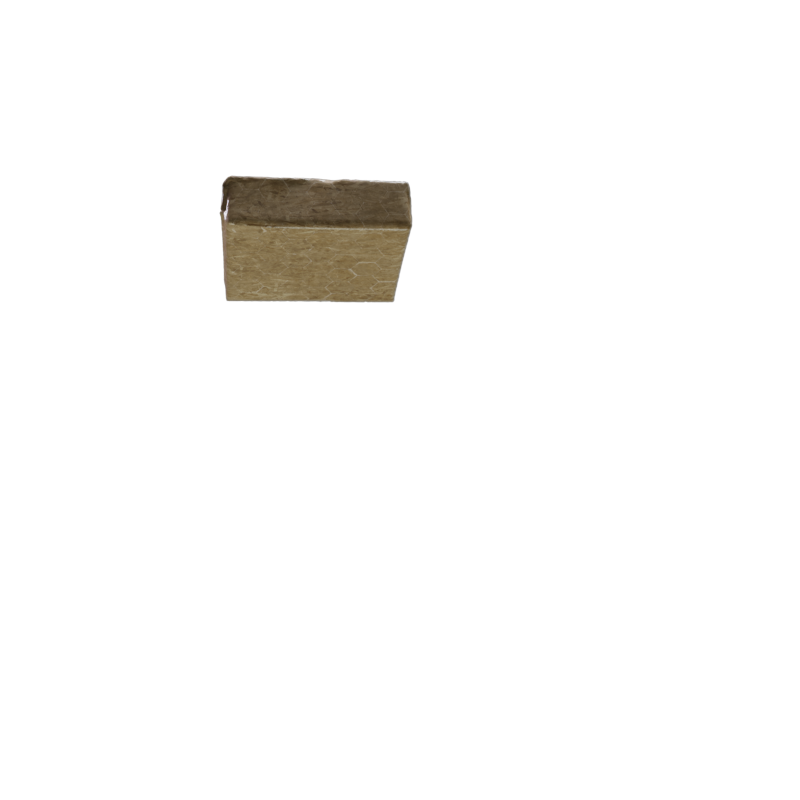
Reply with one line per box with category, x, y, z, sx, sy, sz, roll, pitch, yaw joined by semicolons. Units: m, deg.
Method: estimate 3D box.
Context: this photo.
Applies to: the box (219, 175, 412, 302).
box;-0.043;-0.078;0.543;0.089;0.032;0.069;2;-27;-4
